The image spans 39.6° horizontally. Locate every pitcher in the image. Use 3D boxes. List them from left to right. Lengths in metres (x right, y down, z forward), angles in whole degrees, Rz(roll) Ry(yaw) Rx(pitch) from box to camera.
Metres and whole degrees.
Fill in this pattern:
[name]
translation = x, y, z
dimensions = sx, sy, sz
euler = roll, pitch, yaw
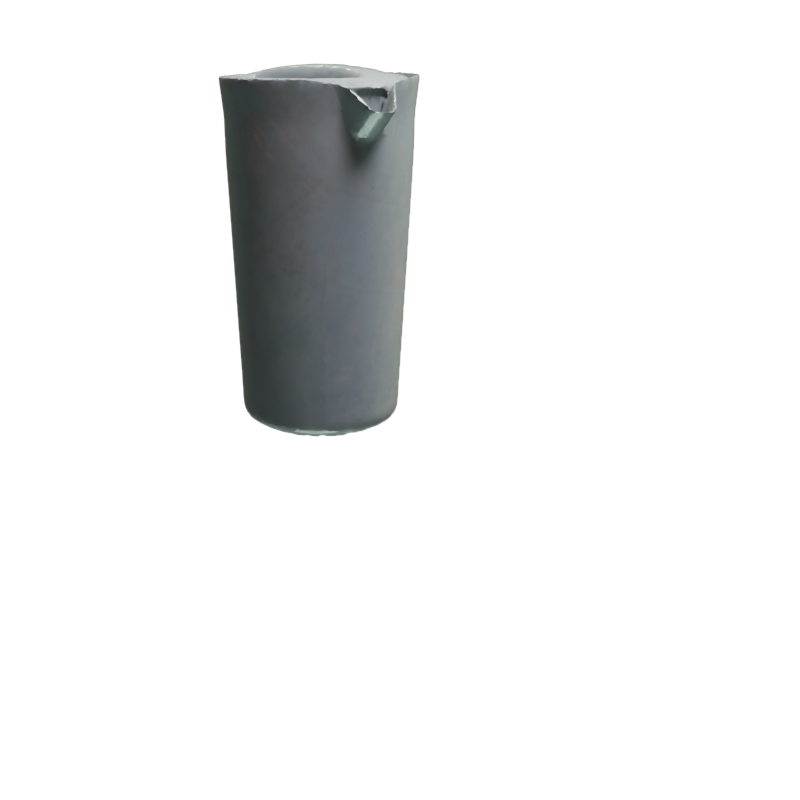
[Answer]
[pitcher]
translation = -0.060, -0.109, 0.766
dimensions = 0.148, 0.236, 0.151
euler = 4, 14, 13
